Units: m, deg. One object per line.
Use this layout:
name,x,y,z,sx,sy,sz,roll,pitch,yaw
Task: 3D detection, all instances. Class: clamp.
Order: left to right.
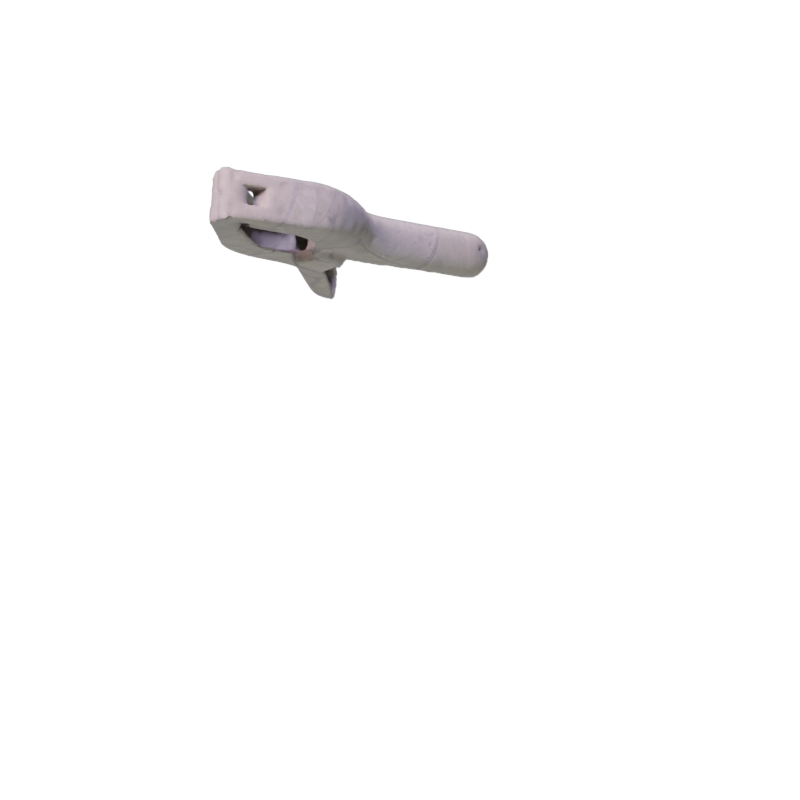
clamp,-0.048,-0.087,0.610,0.162,0.041,0.122,15,-22,-42
